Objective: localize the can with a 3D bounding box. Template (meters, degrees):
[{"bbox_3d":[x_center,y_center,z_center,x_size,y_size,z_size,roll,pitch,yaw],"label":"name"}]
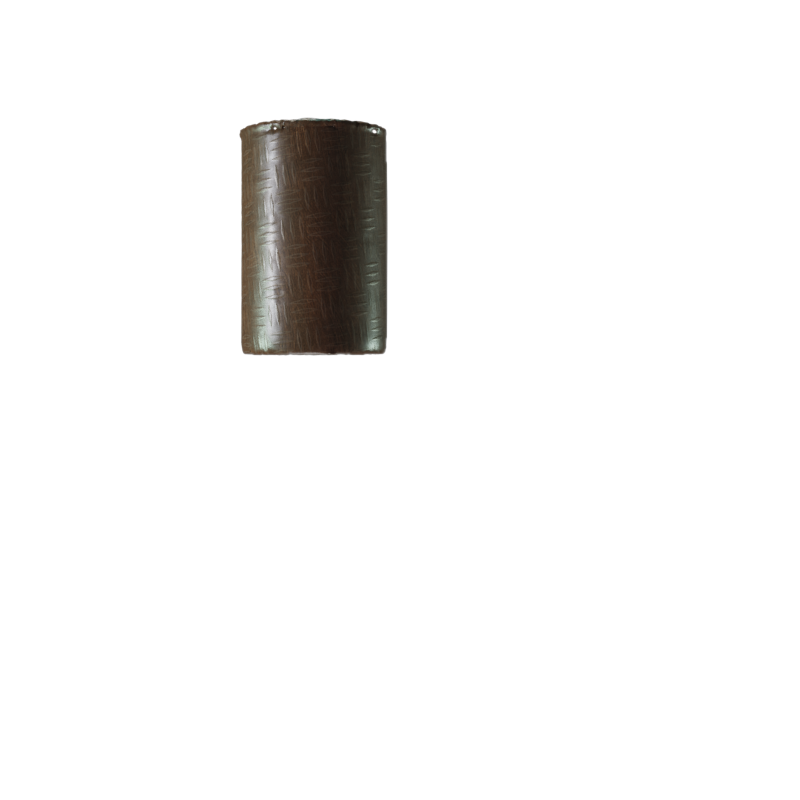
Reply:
[{"bbox_3d":[-0.040,-0.072,0.507,0.068,0.103,0.068,0,-2,-2],"label":"can"}]
